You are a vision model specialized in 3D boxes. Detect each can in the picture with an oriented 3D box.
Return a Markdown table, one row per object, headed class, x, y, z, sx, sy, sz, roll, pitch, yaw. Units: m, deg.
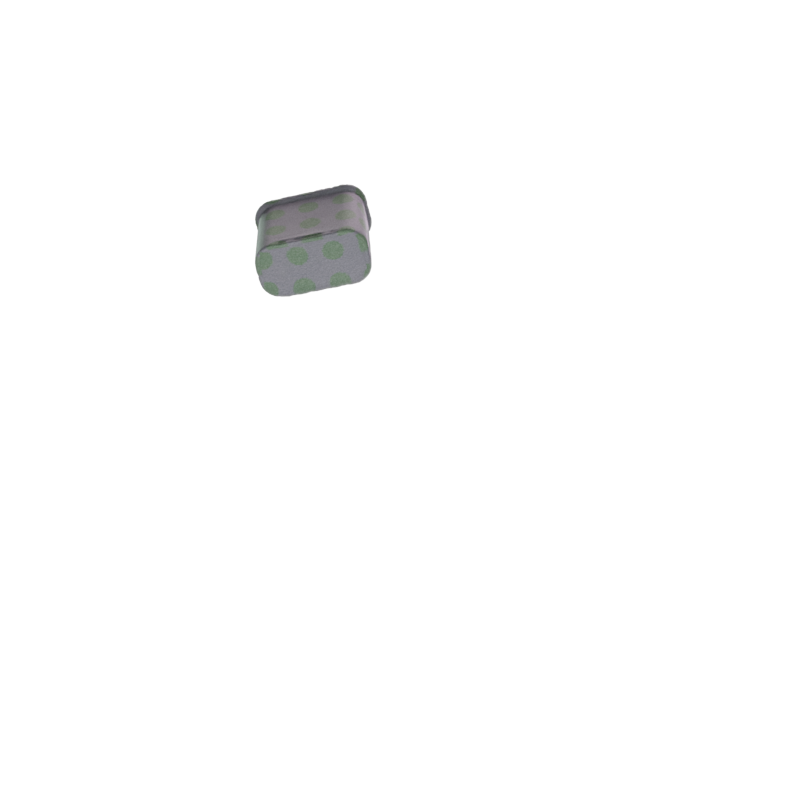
| class | x | y | z | sx | sy | sz | roll | pitch | yaw |
| --- | --- | --- | --- | --- | --- | --- | --- | --- | --- |
| can | -0.075 | -0.137 | 0.959 | 0.102 | 0.054 | 0.089 | -12 | 32 | 5 |
